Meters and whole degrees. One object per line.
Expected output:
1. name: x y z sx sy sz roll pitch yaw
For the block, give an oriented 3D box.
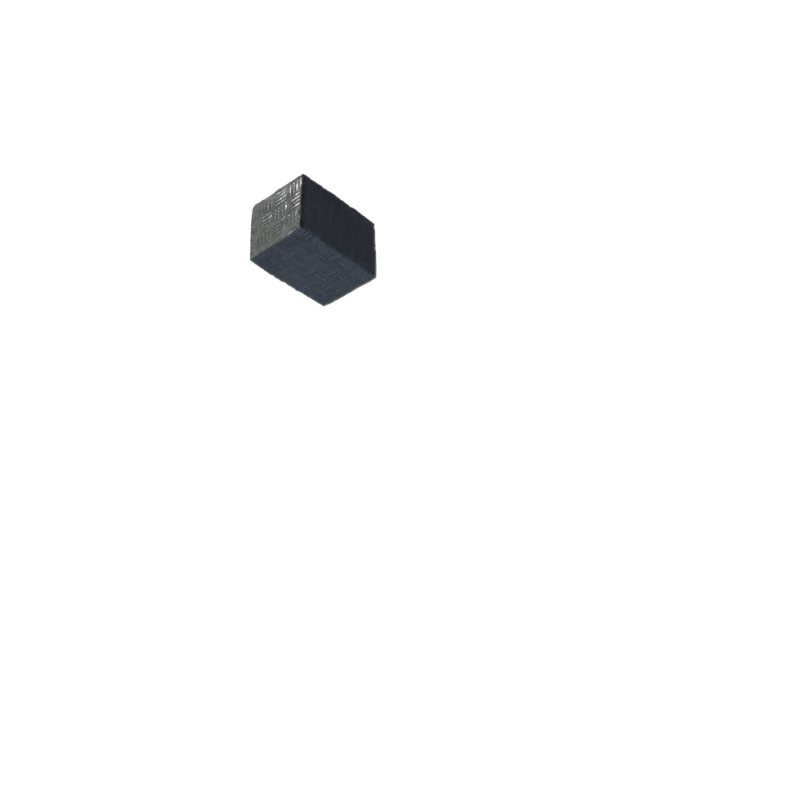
1. block: -0.061 -0.112 0.782 0.053 0.055 0.073 -29 -43 33
